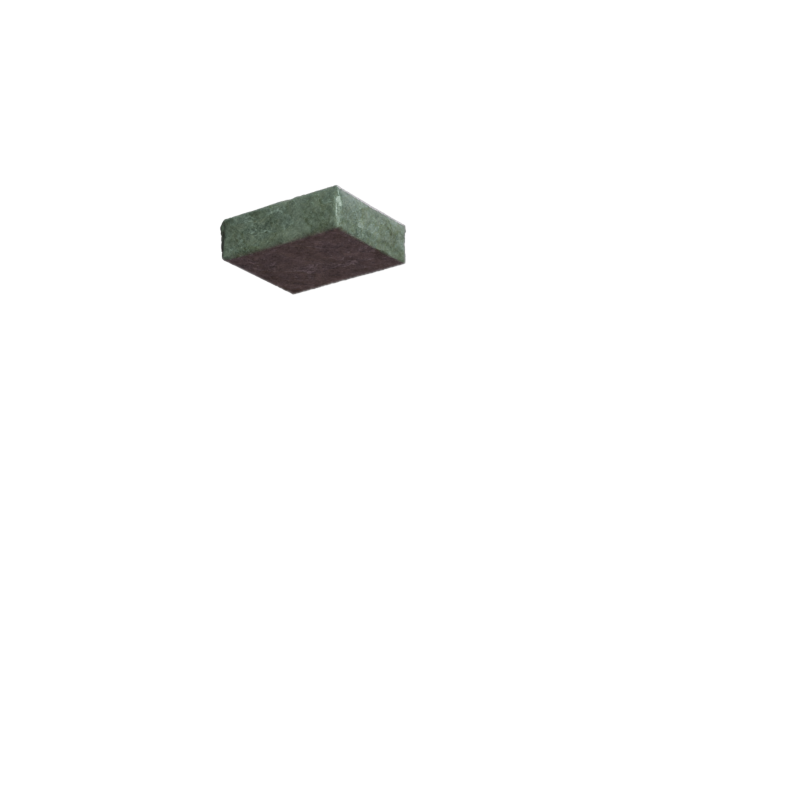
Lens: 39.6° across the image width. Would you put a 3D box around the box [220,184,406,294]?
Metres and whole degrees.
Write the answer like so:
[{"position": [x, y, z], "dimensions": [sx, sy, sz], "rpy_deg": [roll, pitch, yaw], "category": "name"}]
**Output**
[{"position": [-0.053, -0.096, 0.671], "dimensions": [0.091, 0.032, 0.068], "rpy_deg": [-11, -19, 33], "category": "box"}]
